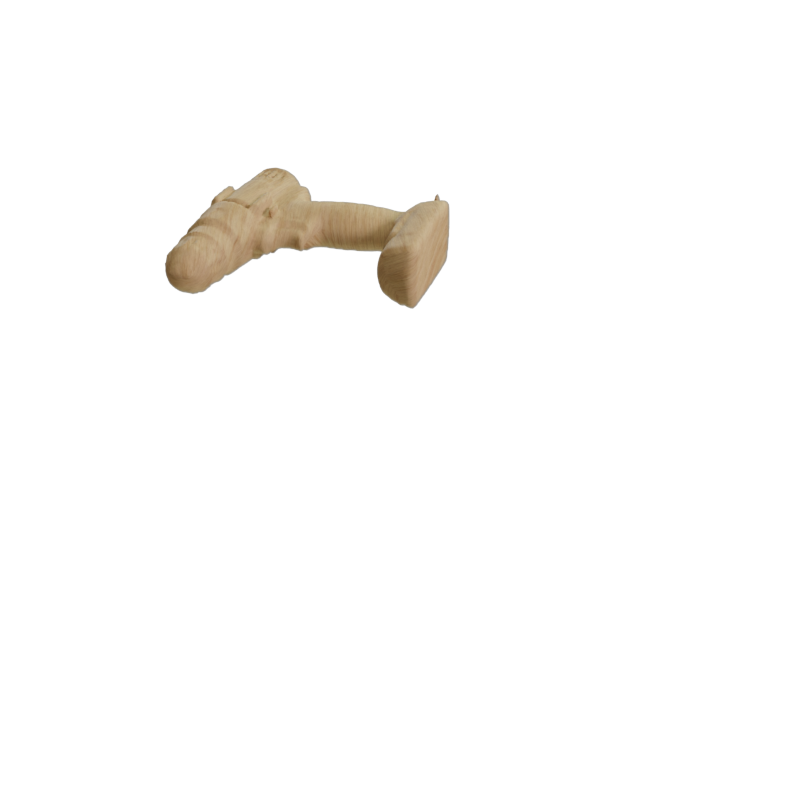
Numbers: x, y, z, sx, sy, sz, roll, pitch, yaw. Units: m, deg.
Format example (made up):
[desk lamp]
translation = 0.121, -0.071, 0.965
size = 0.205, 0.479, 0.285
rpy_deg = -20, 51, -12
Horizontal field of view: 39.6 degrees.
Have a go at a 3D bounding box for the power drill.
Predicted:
[power drill]
translation = -0.067, -0.122, 0.855
size = 0.194, 0.054, 0.190
rpy_deg = 12, 35, 17
